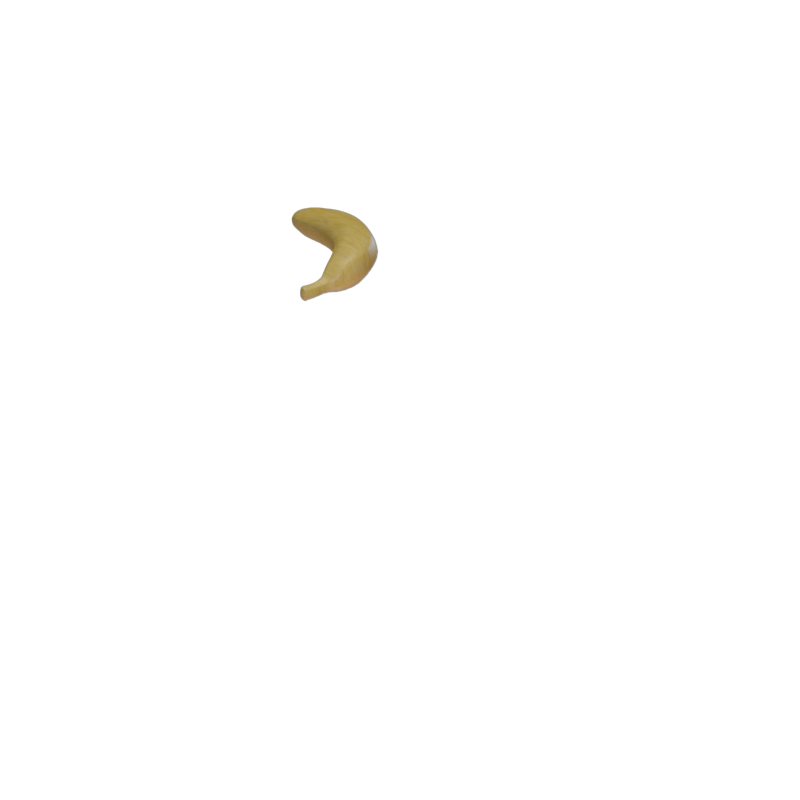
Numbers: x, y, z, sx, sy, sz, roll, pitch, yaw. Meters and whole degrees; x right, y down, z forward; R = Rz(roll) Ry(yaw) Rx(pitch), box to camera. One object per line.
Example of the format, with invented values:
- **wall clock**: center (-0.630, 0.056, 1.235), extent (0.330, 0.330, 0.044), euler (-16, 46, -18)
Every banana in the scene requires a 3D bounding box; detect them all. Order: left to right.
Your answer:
- **banana**: center (-0.056, -0.136, 0.959), extent (0.069, 0.035, 0.208), euler (-2, 24, -6)
